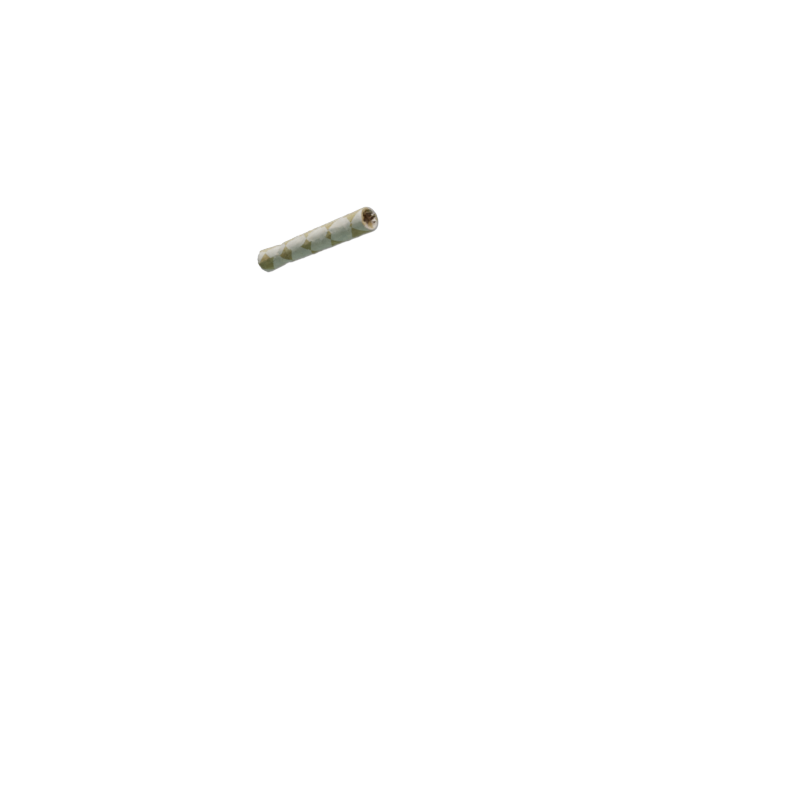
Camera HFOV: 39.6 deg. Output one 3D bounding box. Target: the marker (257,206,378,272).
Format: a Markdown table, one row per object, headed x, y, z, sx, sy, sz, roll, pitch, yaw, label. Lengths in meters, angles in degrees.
| x | y | z | sx | sy | sz | roll | pitch | yaw | label |
| --- | --- | --- | --- | --- | --- | --- | --- | --- | --- |
| -0.066 | -0.119 | 0.837 | 0.123 | 0.020 | 0.019 | -14 | -7 | 43 | marker |
